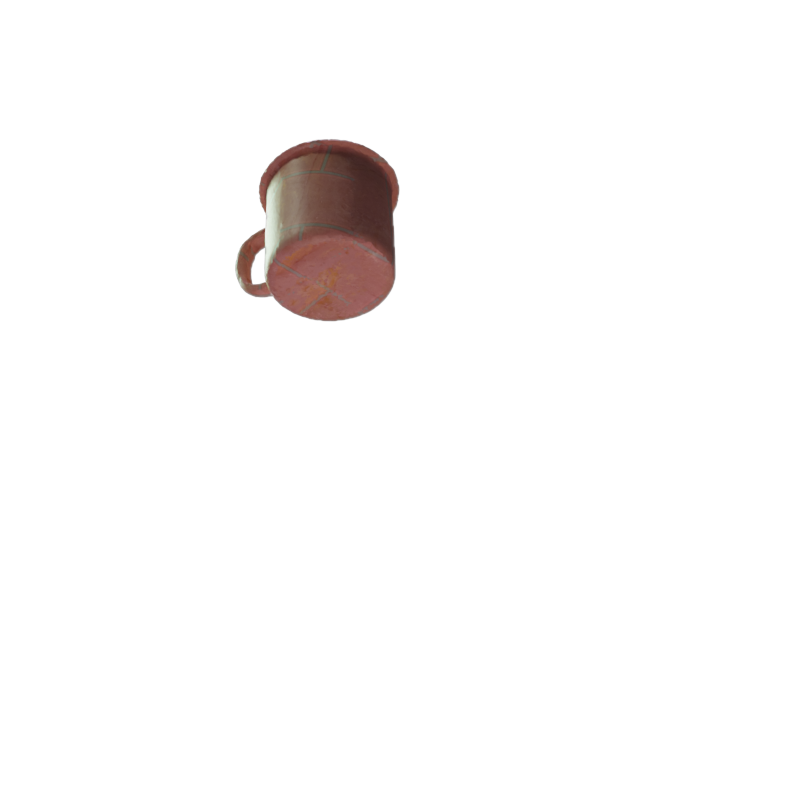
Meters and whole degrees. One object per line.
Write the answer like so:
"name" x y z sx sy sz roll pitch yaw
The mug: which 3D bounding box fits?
"mug" -0.056 -0.101 0.710 0.118 0.087 0.086 -19 -44 20
